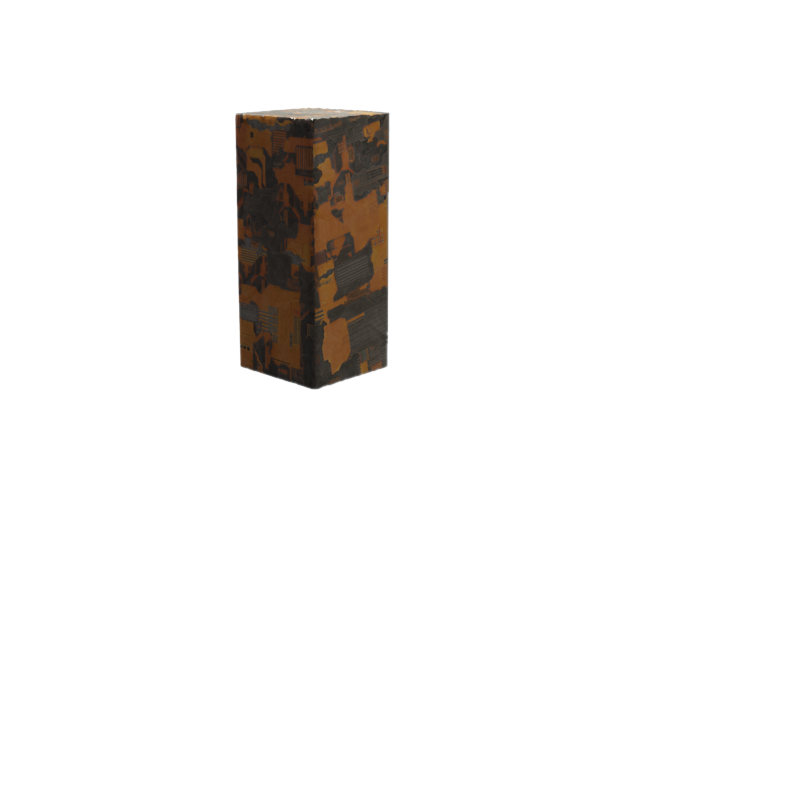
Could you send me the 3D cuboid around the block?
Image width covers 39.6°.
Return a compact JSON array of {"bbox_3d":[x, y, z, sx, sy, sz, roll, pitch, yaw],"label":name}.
[{"bbox_3d":[-0.070,-0.126,0.884,0.095,0.200,0.088,12,17,41],"label":"block"}]
